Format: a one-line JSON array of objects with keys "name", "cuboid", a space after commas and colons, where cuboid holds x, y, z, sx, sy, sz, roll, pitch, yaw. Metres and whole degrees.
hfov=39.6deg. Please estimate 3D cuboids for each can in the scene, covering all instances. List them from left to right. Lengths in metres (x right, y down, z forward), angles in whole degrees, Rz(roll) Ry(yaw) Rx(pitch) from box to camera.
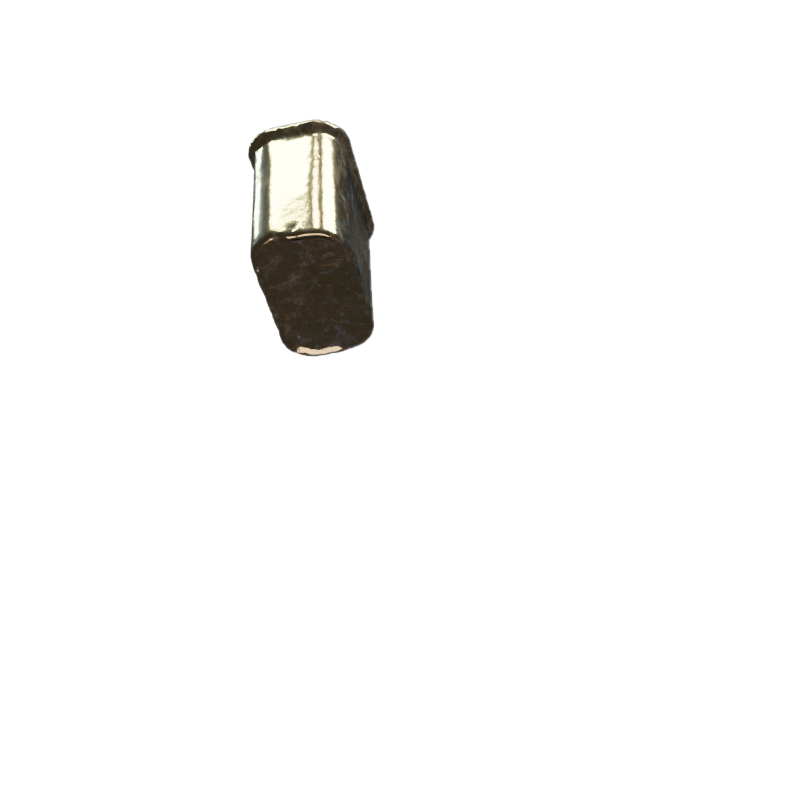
[{"name": "can", "cuboid": [-0.047, -0.087, 0.606, 0.058, 0.090, 0.094, -9, -41, 8]}]
